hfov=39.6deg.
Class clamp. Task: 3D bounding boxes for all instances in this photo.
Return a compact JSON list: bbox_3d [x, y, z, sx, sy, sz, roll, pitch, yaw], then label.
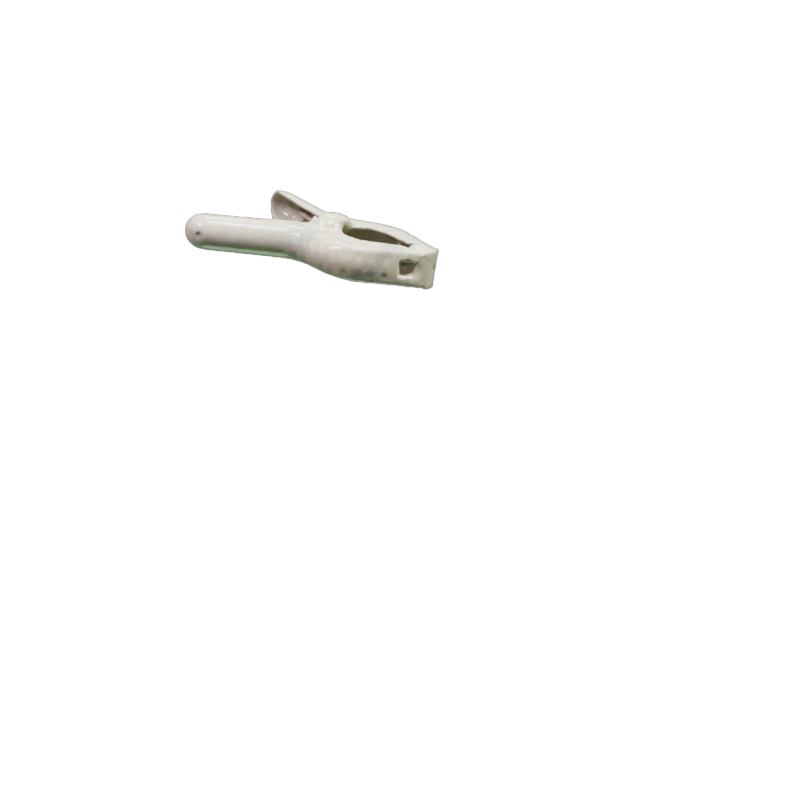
[{"bbox_3d":[-0.060,-0.109,0.764,0.181,0.037,0.119,20,32,34],"label":"clamp"}]
